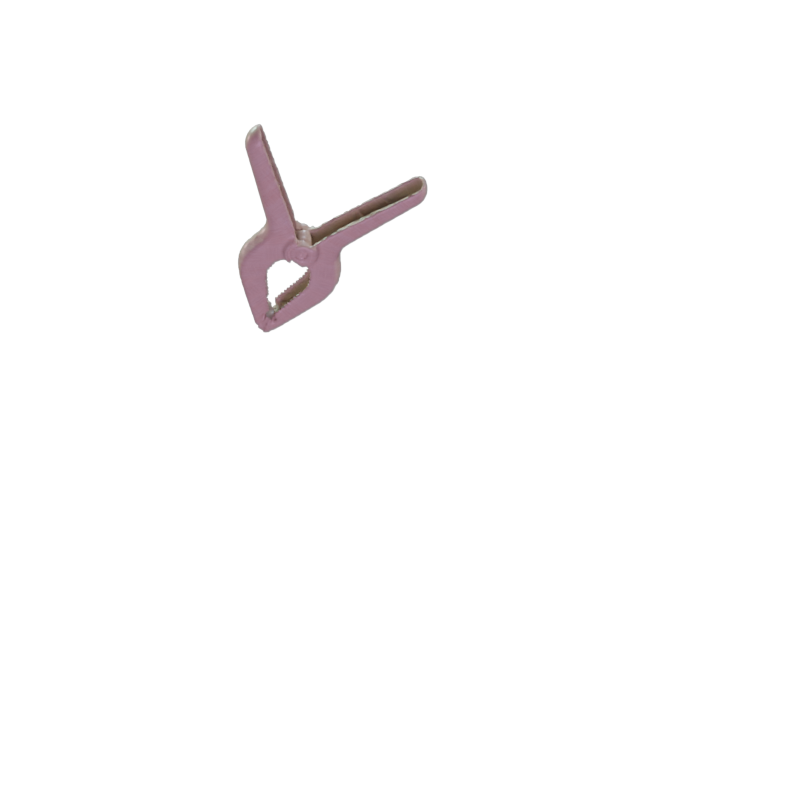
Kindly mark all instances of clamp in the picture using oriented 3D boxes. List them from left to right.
[{"bbox_3d":[-0.078,-0.142,0.996,0.162,0.199,0.039,13,39,-11],"label":"clamp"}]
